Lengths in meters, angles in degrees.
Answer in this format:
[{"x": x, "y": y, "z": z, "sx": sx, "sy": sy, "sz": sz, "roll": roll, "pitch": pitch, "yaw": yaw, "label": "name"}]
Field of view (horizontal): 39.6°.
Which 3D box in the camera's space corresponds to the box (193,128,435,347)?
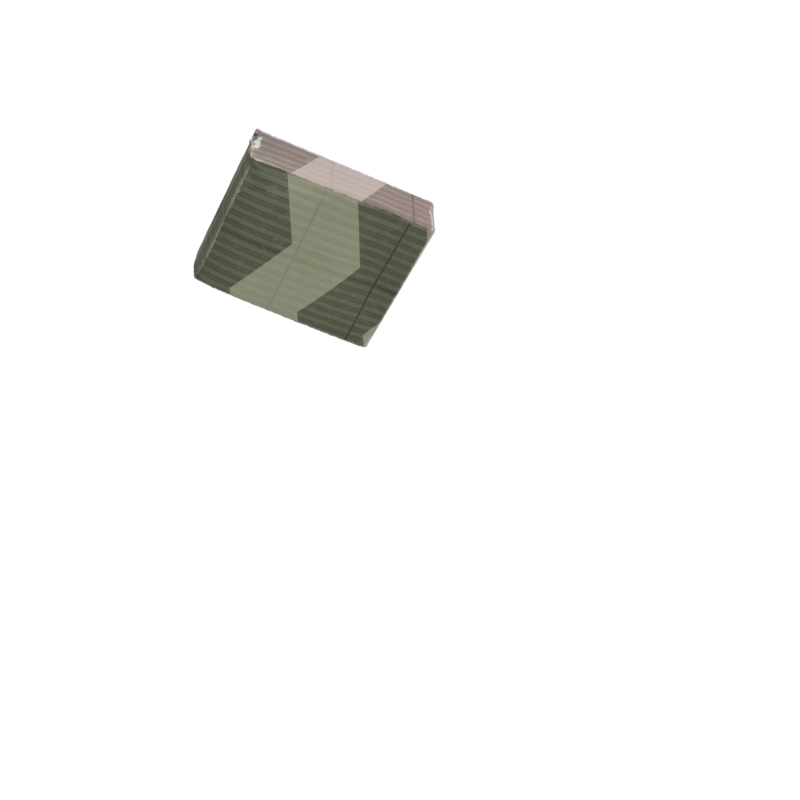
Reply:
[{"x": -0.049, "y": -0.089, "z": 0.627, "sx": 0.110, "sy": 0.087, "sz": 0.041, "roll": 21, "pitch": 31, "yaw": -14, "label": "box"}]
